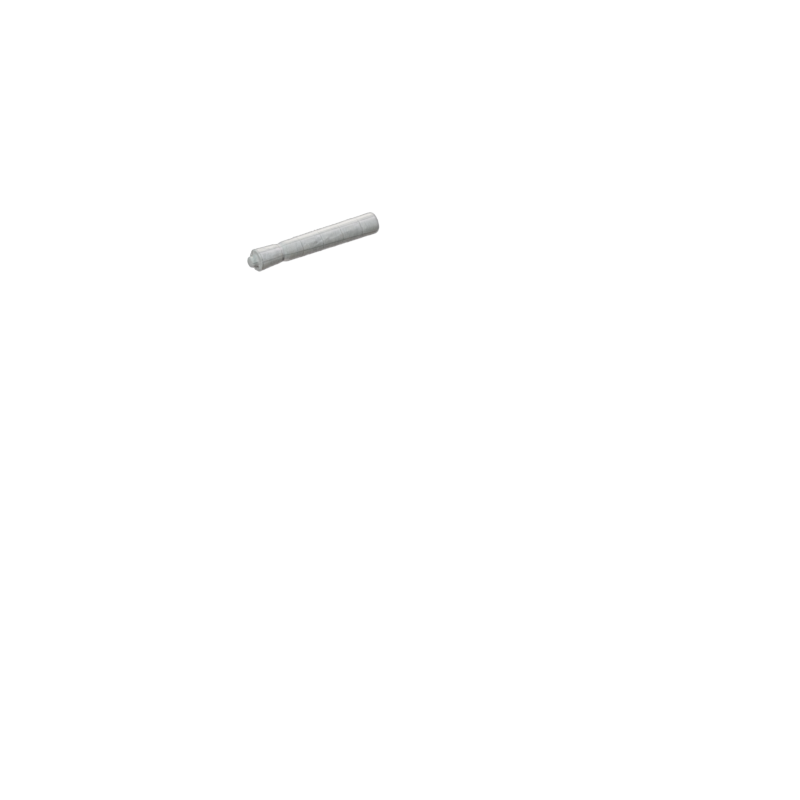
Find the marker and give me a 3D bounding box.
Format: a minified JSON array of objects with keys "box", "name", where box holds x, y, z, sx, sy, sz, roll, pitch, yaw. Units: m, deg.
[{"box":[-0.071,-0.130,0.912,0.120,0.019,0.020,-23,15,-28],"name":"marker"}]
